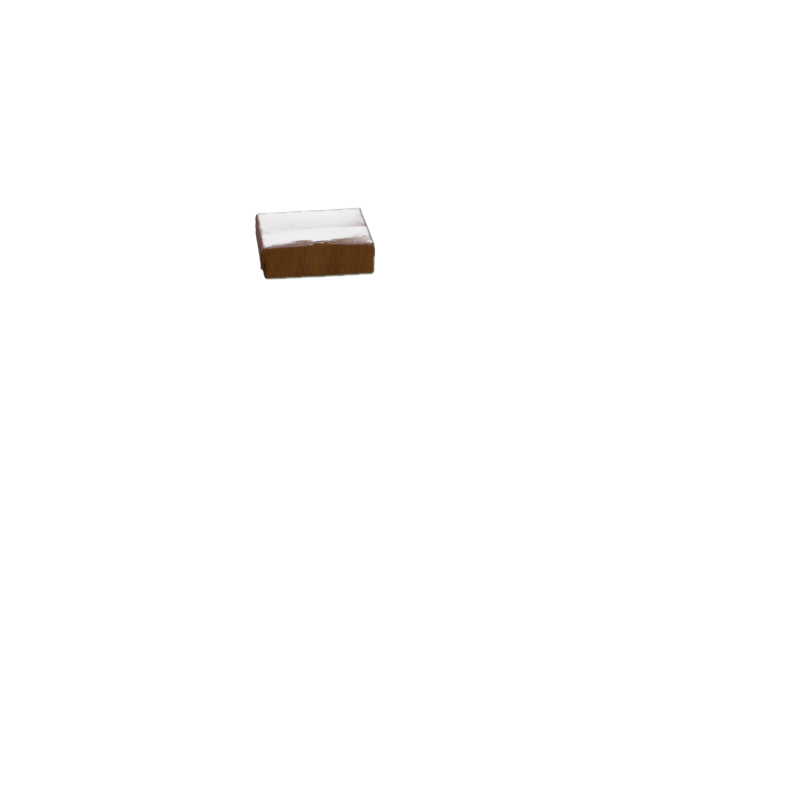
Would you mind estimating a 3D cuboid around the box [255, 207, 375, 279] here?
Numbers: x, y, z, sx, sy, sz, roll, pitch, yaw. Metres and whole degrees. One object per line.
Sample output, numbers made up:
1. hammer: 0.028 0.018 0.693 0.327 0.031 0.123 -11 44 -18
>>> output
1. box: -0.069 -0.126 0.884 0.088 0.028 0.078 -4 30 -7
